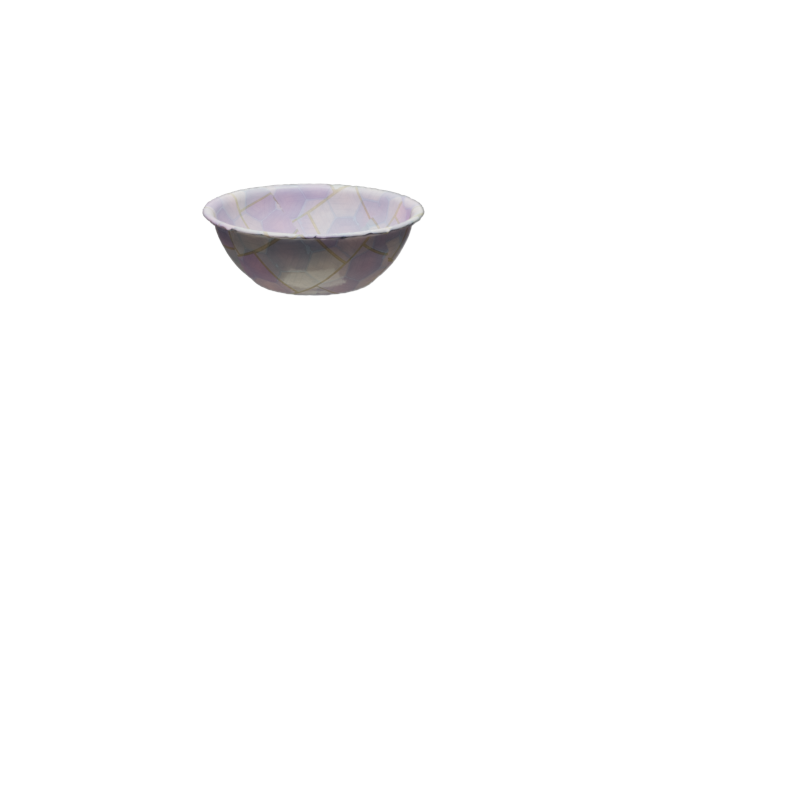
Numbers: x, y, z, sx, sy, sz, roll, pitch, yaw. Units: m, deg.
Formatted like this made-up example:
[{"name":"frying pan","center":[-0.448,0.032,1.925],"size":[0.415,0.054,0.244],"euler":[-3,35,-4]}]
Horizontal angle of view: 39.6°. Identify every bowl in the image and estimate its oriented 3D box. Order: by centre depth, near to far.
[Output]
[{"name":"bowl","center":[-0.064,-0.117,0.817],"size":[0.162,0.053,0.170],"euler":[-1,23,-2]}]
